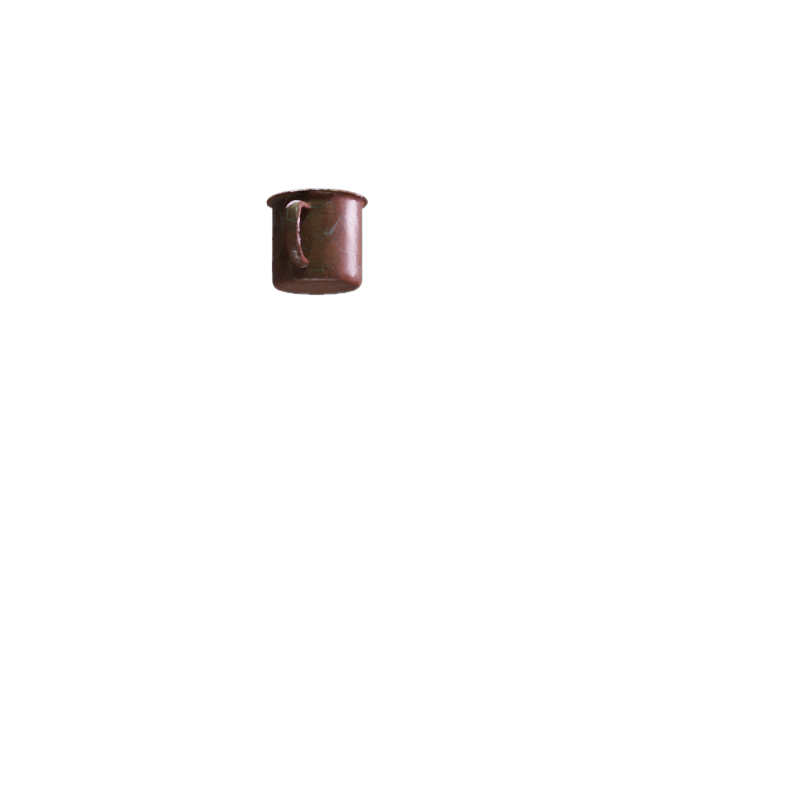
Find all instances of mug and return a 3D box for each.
[{"bbox_3d":[-0.078,-0.142,0.993,0.095,0.084,0.112,-2,-8,13],"label":"mug"}]
